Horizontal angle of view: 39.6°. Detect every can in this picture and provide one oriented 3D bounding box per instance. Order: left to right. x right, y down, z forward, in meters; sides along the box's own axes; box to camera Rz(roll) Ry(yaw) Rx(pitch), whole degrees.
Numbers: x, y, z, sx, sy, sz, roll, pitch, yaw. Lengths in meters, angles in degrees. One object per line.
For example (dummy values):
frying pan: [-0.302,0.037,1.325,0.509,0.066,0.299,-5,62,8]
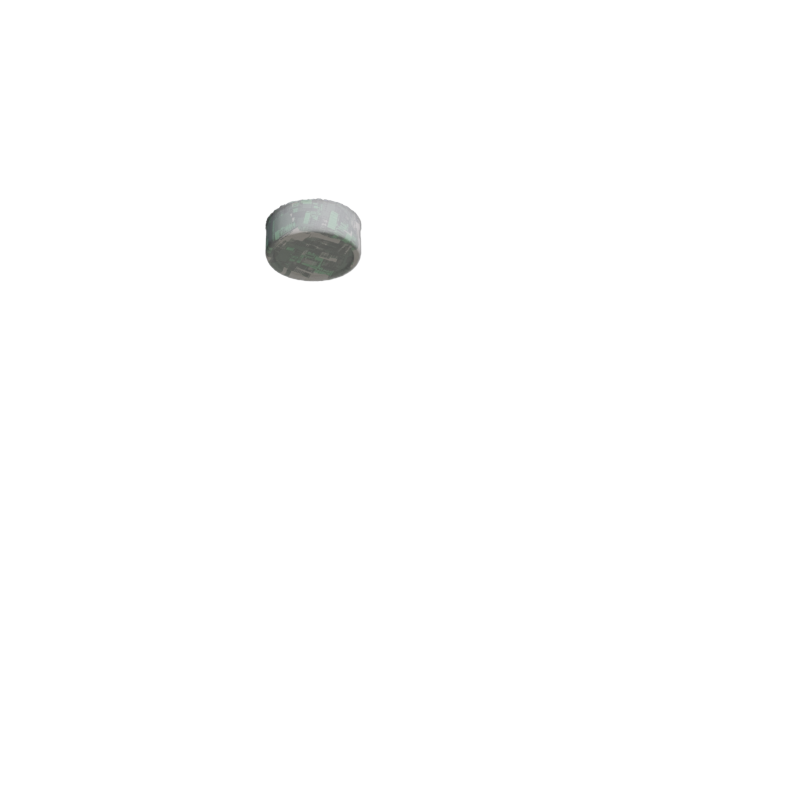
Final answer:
can: [-0.077,-0.140,0.980,0.086,0.036,0.081,1,-28,-2]
